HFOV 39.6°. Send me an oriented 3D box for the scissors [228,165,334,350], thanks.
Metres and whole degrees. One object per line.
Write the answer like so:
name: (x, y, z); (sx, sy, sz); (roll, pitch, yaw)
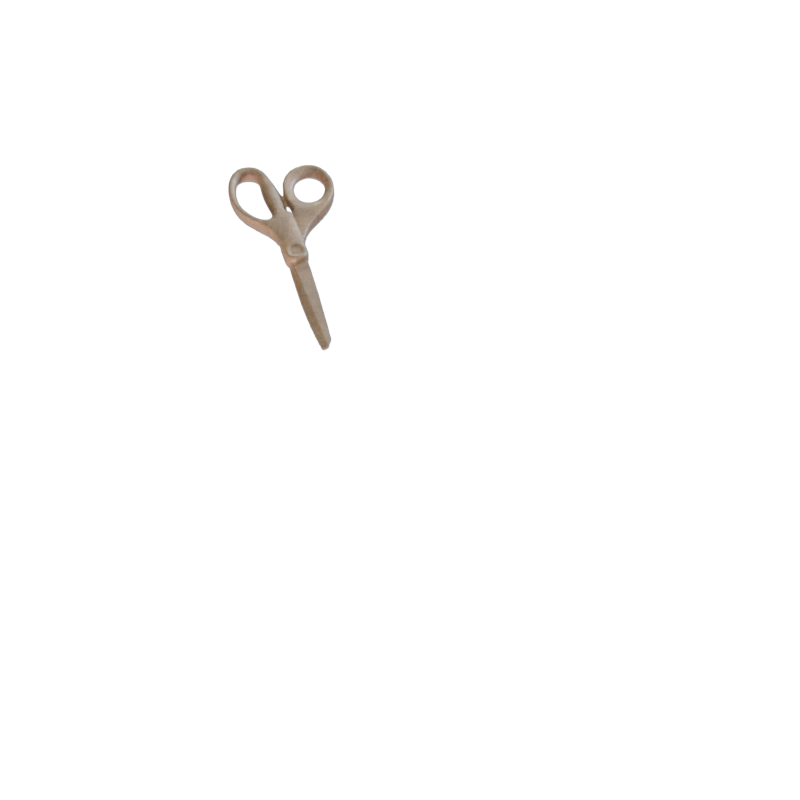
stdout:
scissors: (-0.069, -0.126, 0.885); (0.096, 0.218, 0.015); (-24, -37, -19)
